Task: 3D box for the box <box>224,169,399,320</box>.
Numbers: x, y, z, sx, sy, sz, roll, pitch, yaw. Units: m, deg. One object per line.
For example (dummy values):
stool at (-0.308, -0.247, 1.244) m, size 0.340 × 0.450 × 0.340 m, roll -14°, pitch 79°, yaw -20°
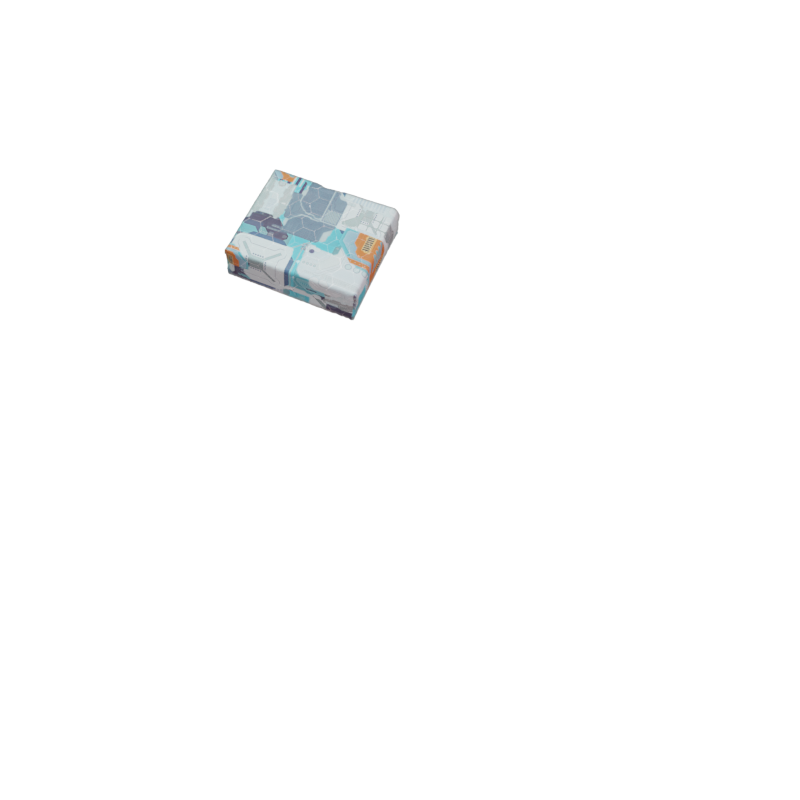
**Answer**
box at (-0.054, -0.100, 0.698) m, size 0.092 × 0.076 × 0.028 m, roll 20°, pitch -32°, yaw 13°
